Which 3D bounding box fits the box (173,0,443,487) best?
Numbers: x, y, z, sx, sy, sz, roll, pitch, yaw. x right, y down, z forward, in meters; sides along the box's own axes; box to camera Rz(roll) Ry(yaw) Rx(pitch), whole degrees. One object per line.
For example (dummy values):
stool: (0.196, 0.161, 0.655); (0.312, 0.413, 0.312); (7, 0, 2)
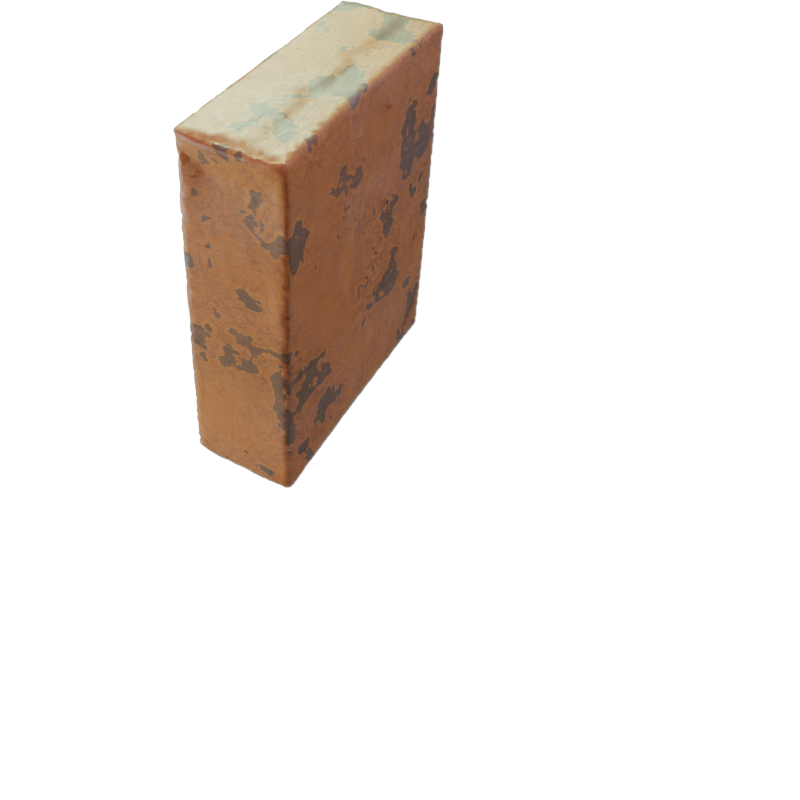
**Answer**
box: (-0.048, -0.087, 0.609); (0.075, 0.199, 0.169); (20, 44, 18)
